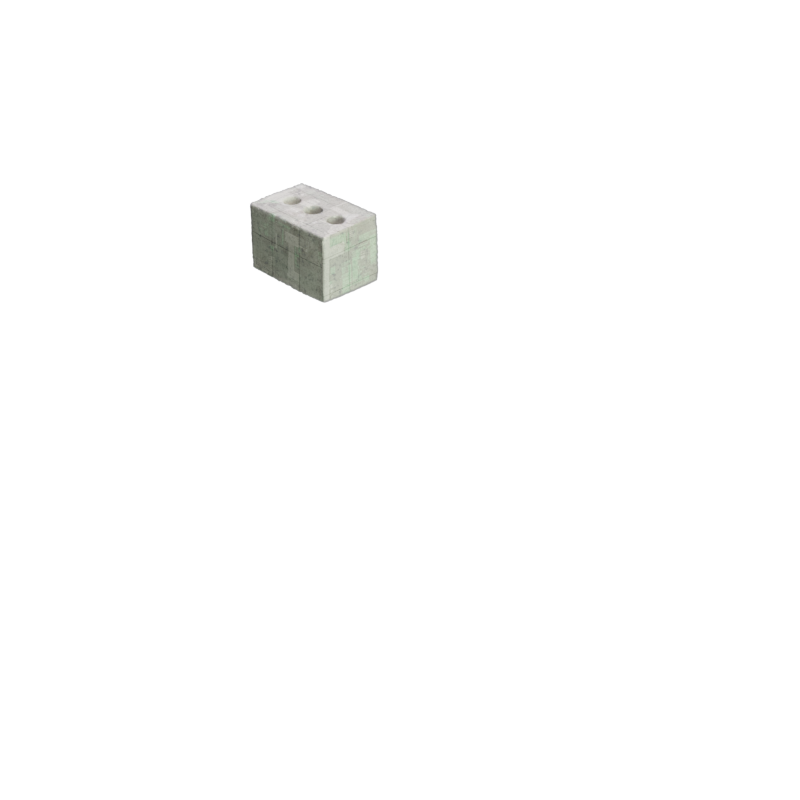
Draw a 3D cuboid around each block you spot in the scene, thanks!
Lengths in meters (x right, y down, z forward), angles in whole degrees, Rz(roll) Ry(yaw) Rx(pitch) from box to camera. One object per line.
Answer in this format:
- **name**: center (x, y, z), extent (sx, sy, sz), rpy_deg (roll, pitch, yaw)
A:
- **block**: center (-0.061, -0.111, 0.775), extent (0.083, 0.048, 0.052), rpy_deg (28, 39, 37)
